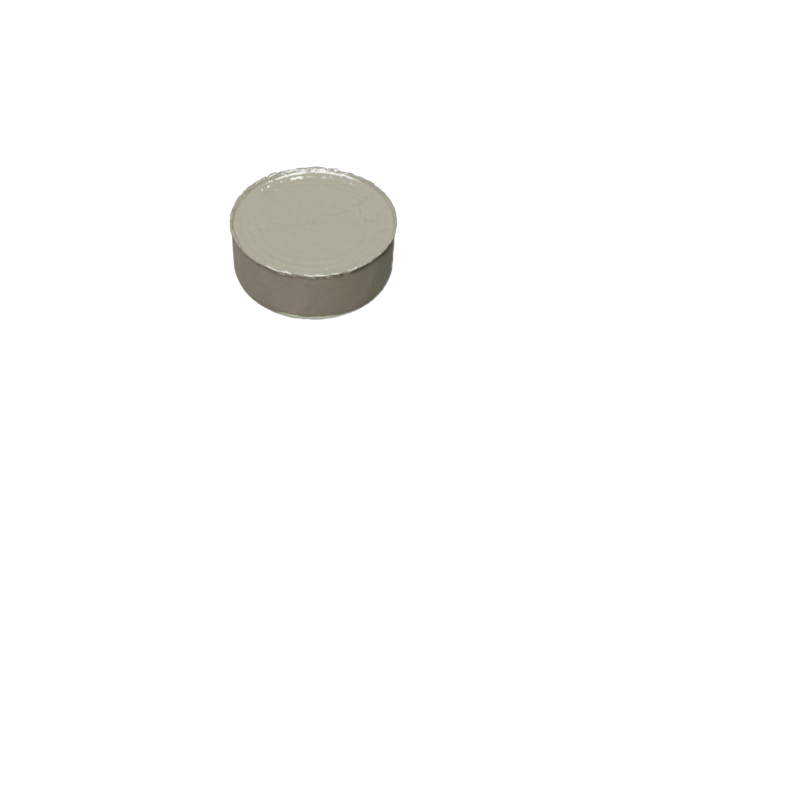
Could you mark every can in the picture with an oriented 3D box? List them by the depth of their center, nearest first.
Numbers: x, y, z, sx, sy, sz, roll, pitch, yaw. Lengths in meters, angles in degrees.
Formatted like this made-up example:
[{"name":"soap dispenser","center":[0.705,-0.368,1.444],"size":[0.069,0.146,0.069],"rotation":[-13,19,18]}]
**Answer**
[{"name":"can","center":[-0.045,-0.082,0.578],"size":[0.086,0.092,0.031],"rotation":[-1,-44,-1]}]
